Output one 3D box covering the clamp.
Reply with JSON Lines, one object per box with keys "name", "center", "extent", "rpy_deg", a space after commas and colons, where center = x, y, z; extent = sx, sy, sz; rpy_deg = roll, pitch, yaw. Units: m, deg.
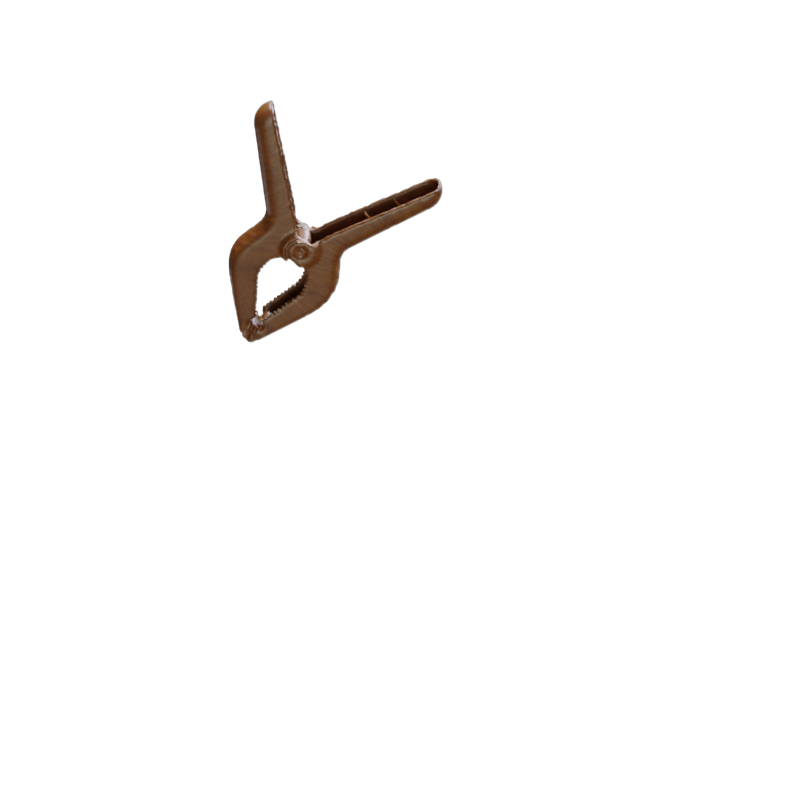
{"name": "clamp", "center": [-0.072, -0.131, 0.920], "extent": [0.161, 0.202, 0.039], "rpy_deg": [19, 29, -11]}
